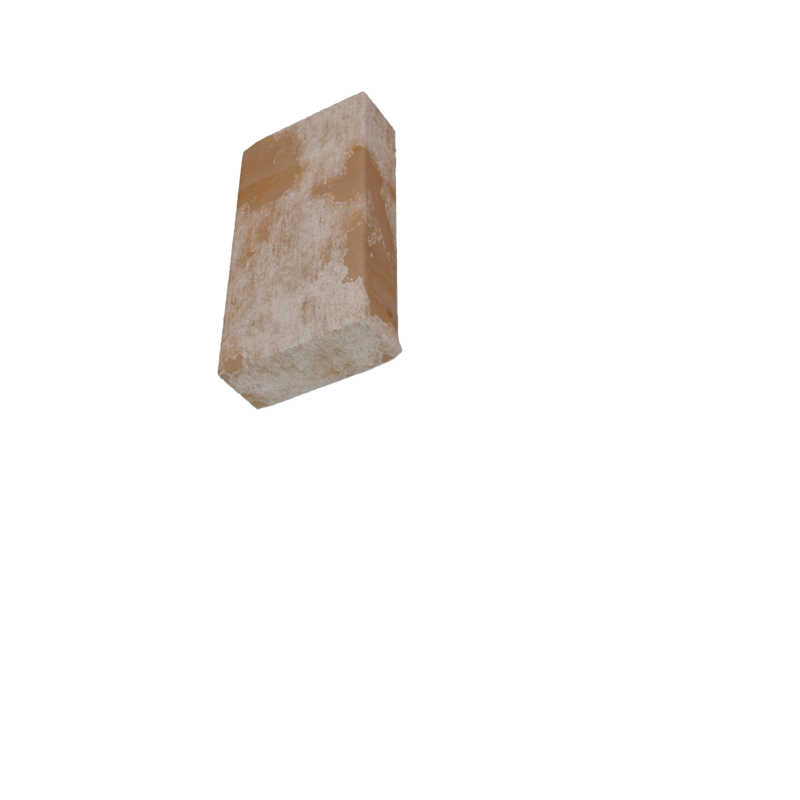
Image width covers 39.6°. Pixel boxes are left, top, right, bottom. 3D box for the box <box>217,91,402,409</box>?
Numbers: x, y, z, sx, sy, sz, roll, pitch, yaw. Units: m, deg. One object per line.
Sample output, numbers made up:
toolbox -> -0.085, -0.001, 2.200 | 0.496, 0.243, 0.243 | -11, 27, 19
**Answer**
box -> -0.049, -0.090, 0.627 | 0.094, 0.189, 0.044 | -22, -42, 23
